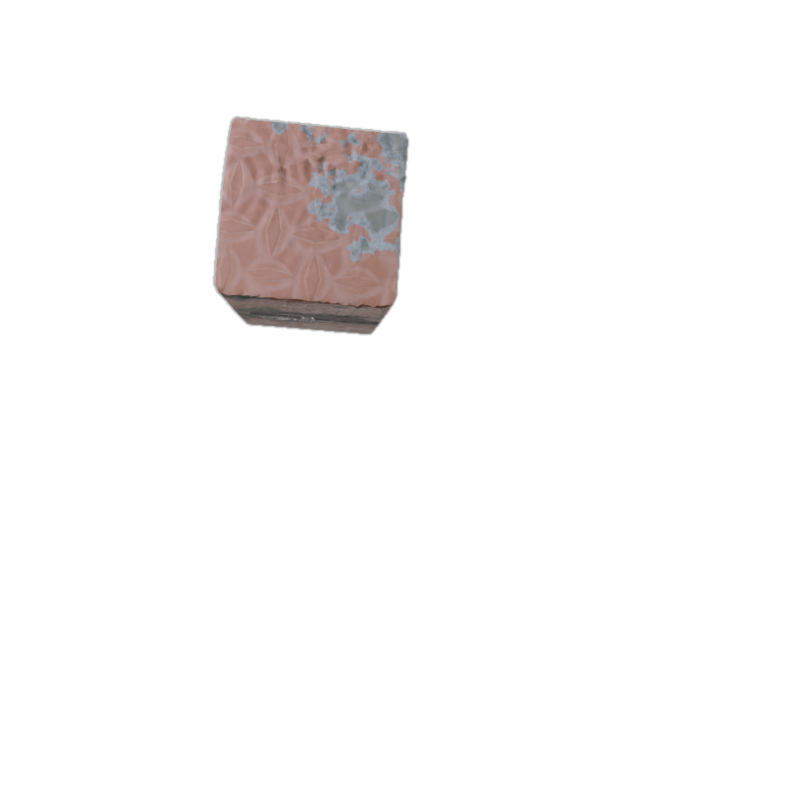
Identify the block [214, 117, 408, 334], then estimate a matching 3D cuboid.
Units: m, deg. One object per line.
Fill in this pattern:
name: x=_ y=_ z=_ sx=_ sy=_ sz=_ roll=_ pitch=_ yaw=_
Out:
block: x=-0.051 y=-0.091 z=0.642 sx=0.090 sy=0.091 sz=0.204 roll=5 pitch=-2 yaw=-4
